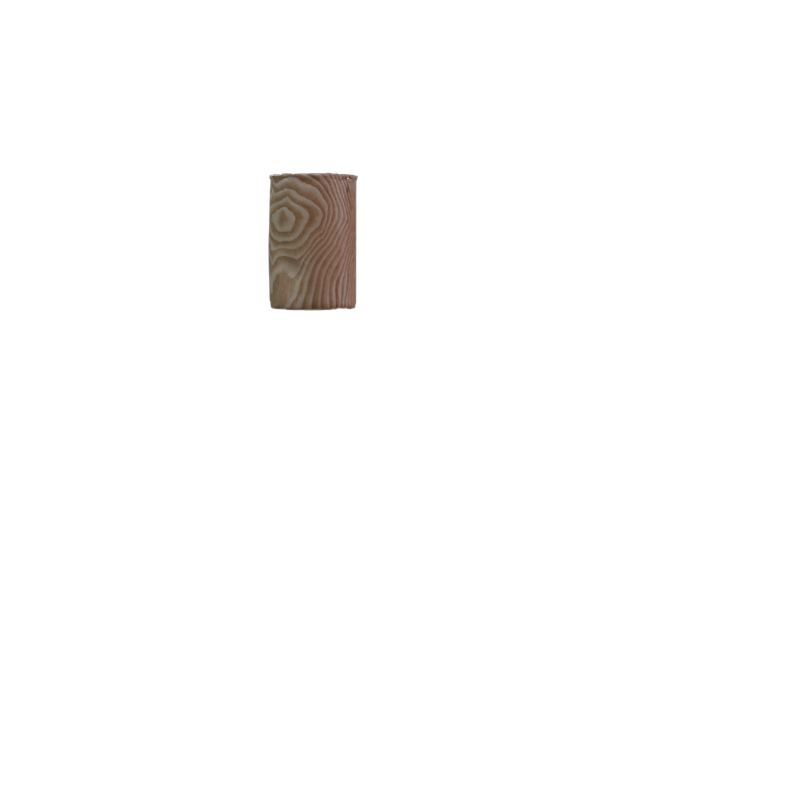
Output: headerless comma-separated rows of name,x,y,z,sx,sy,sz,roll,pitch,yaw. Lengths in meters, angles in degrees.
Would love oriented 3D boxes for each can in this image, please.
can,-0.066,-0.121,0.849,0.068,0.102,0.069,0,2,-2
